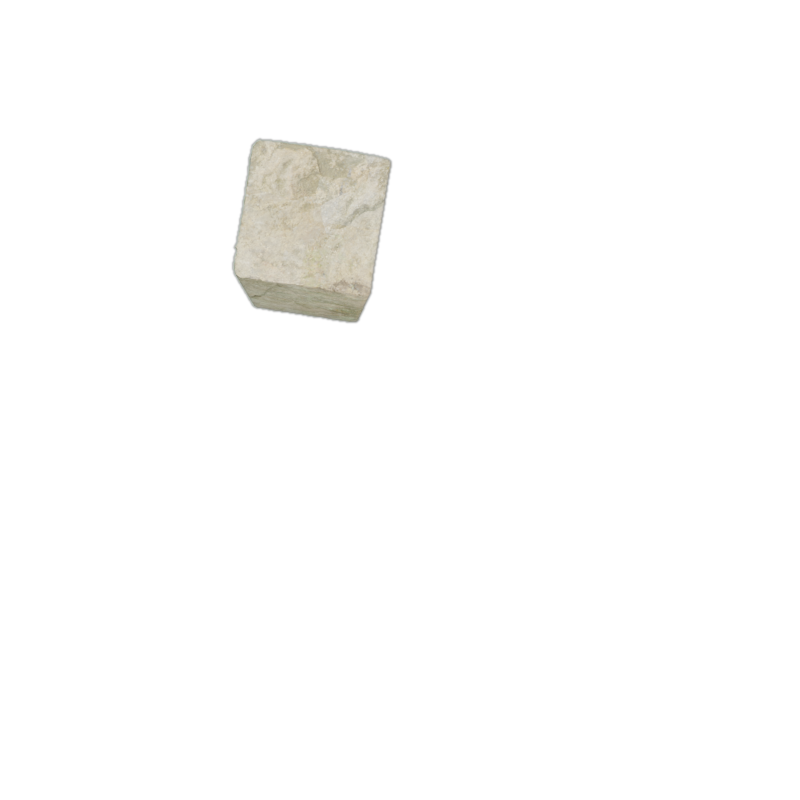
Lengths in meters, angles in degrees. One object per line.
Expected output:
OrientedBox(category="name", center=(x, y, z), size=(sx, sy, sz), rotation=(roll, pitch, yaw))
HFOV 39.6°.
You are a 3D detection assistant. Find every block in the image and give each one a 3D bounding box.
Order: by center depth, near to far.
OrientedBox(category="block", center=(-0.063, -0.113, 0.792), size=(0.090, 0.092, 0.204), rotation=(8, -2, -3))
